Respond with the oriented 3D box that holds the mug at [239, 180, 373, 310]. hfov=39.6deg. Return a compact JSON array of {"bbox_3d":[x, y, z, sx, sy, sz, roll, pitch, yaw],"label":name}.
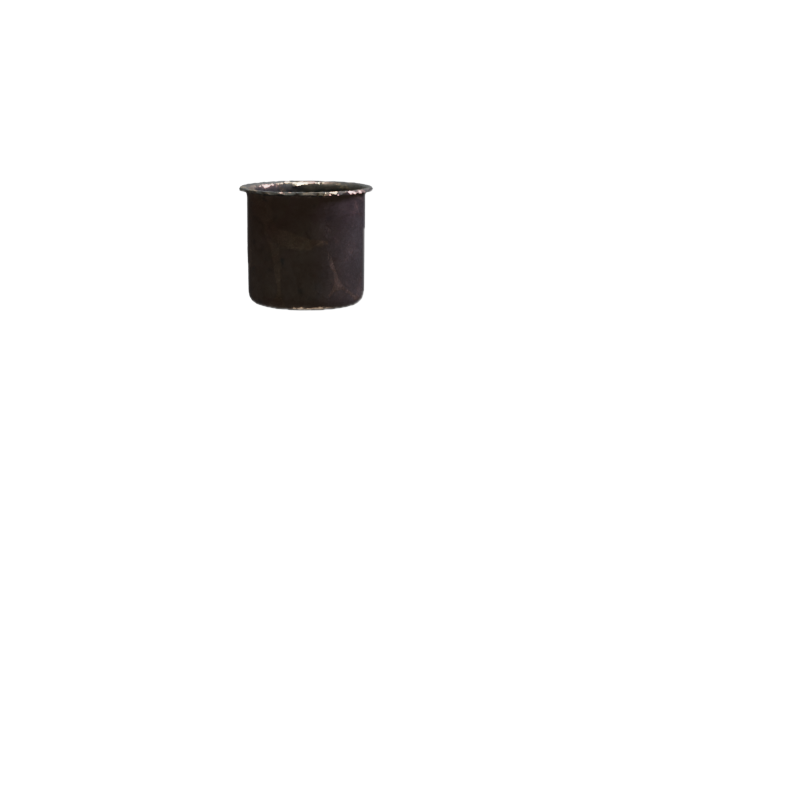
[{"bbox_3d":[-0.062,-0.112,0.786,0.096,0.079,0.117,5,14,21],"label":"mug"}]
